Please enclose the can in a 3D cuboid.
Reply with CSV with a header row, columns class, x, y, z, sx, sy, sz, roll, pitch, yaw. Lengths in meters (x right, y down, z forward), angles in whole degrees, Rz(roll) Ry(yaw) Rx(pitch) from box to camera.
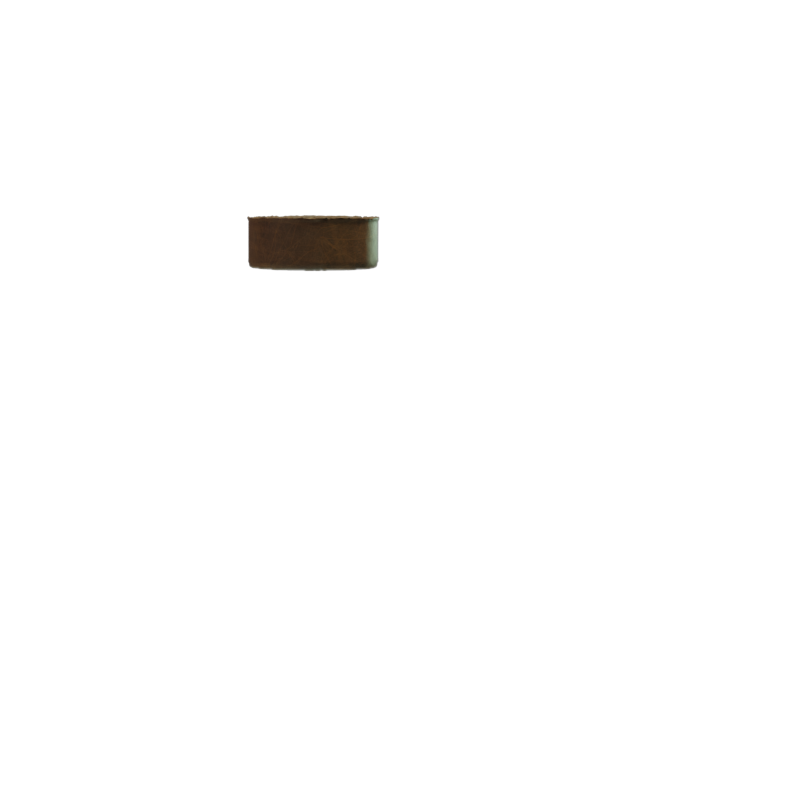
class,x,y,z,sx,sy,sz,roll,pitch,yaw
can,-0.056,-0.103,0.719,0.086,0.033,0.087,0,9,-2
